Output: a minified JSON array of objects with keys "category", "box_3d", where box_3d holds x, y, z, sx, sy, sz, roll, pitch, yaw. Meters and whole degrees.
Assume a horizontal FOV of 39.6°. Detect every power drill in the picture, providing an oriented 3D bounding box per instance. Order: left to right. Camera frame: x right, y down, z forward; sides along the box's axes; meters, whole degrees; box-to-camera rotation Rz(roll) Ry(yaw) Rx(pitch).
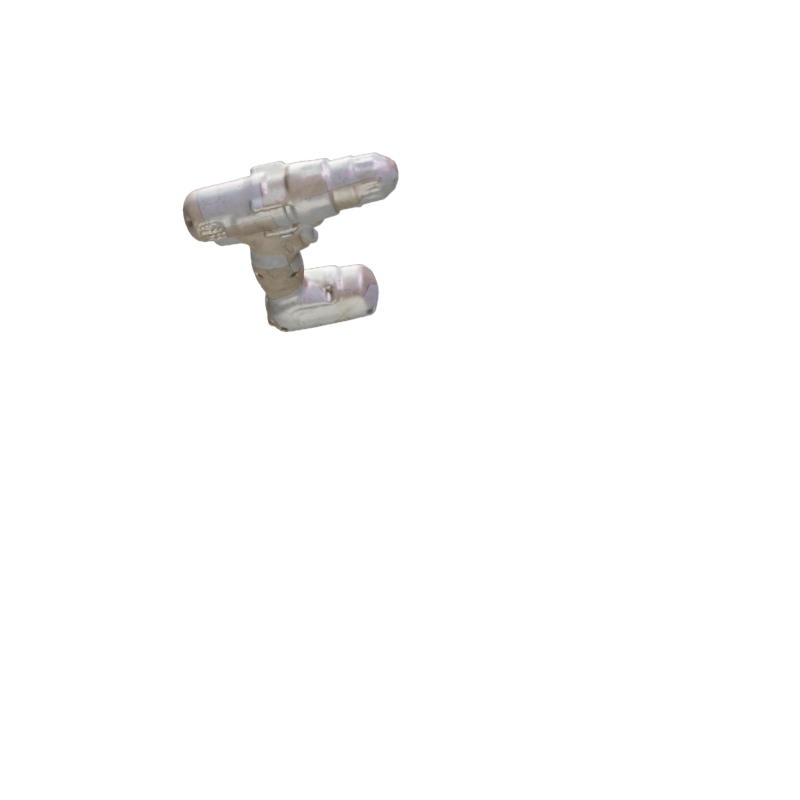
[{"category":"power drill","box_3d":[-0.076,-0.139,0.974,0.186,0.061,0.173,-8,-35,12]}]
